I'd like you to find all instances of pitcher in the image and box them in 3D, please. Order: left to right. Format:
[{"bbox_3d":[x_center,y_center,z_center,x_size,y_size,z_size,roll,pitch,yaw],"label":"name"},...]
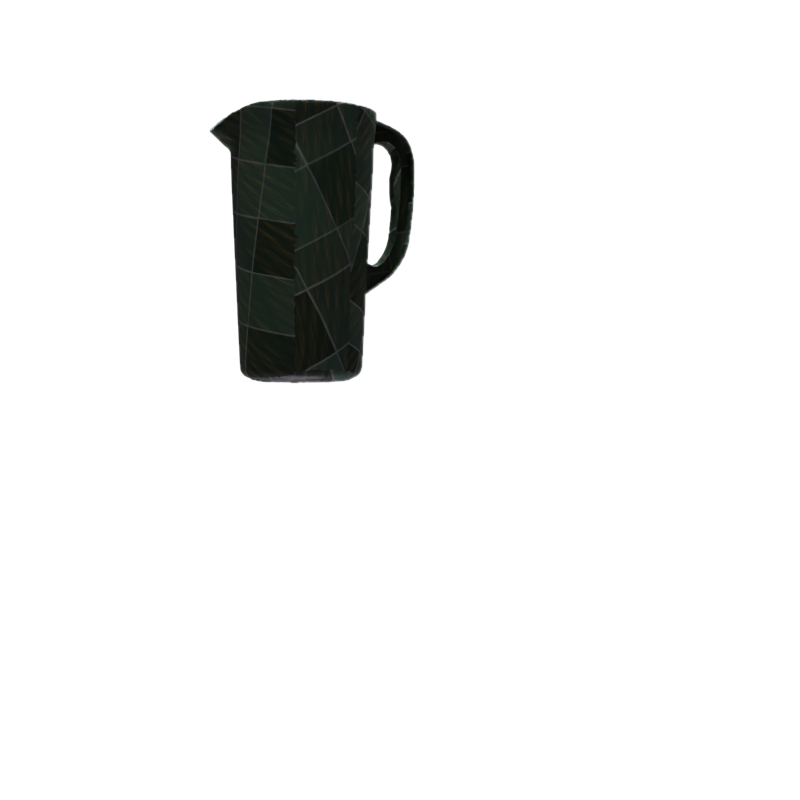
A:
[{"bbox_3d":[-0.077,-0.140,0.984,0.153,0.245,0.140,-1,-1,22],"label":"pitcher"}]
